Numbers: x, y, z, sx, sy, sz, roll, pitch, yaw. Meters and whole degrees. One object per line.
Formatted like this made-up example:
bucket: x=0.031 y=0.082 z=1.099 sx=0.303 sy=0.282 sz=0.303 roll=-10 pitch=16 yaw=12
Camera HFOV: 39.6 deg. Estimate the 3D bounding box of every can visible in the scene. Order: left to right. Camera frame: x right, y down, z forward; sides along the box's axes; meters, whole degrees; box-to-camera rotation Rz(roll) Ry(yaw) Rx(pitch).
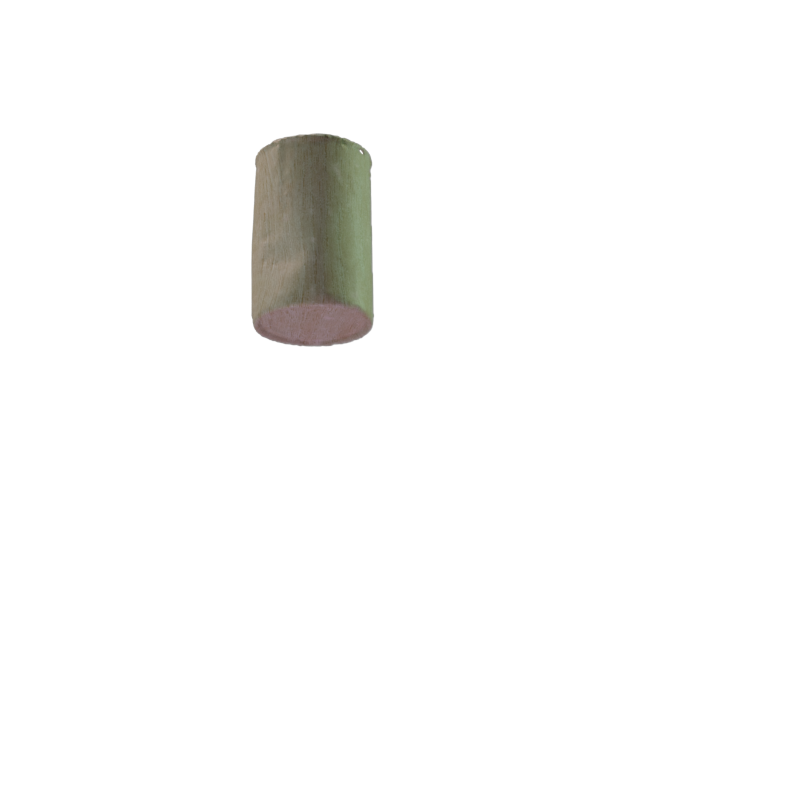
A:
can: x=-0.049 y=-0.089 z=0.621 sx=0.068 sy=0.108 sz=0.065 roll=0 pitch=-22 yaw=-2
